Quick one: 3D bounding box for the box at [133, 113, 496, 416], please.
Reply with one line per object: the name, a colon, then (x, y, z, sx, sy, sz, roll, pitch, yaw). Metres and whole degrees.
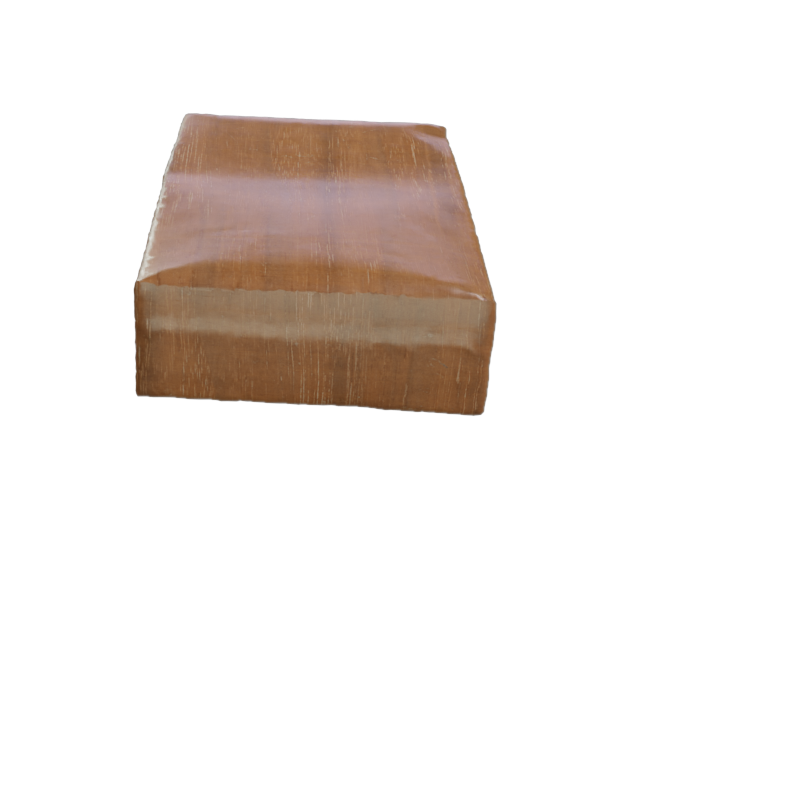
box: (-0.046, -0.084, 0.590, 0.163, 0.068, 0.228, 2, 33, -4)
